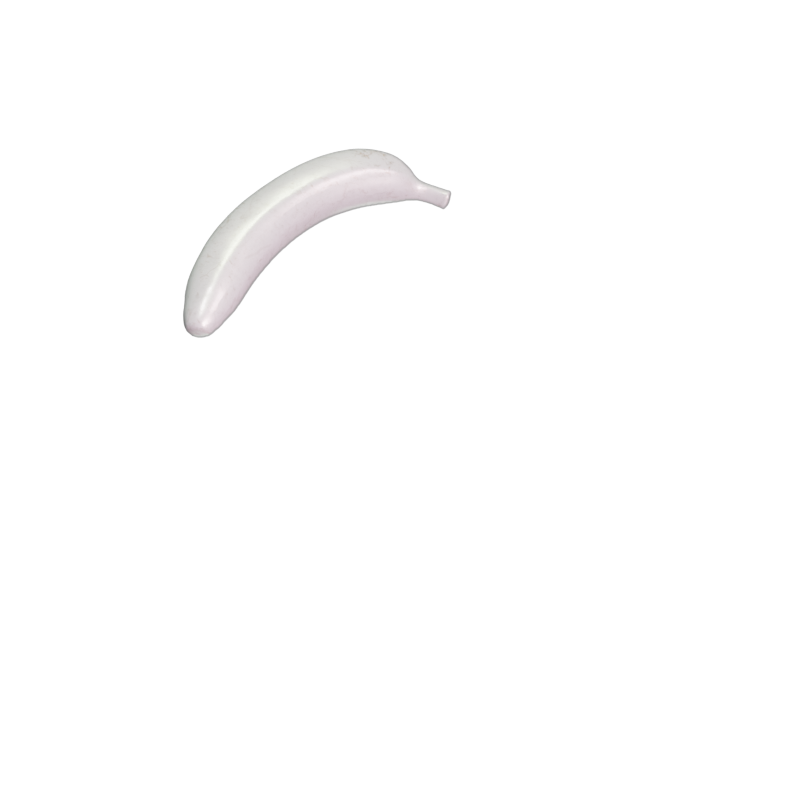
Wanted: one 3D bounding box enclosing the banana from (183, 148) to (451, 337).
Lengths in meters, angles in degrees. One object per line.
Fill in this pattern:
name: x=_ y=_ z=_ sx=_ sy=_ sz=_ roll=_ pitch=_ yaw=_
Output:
banana: x=-0.061 y=-0.107 z=0.666 sx=0.198 sy=0.034 sz=0.074 roll=-33 pitch=56 yaw=-27
